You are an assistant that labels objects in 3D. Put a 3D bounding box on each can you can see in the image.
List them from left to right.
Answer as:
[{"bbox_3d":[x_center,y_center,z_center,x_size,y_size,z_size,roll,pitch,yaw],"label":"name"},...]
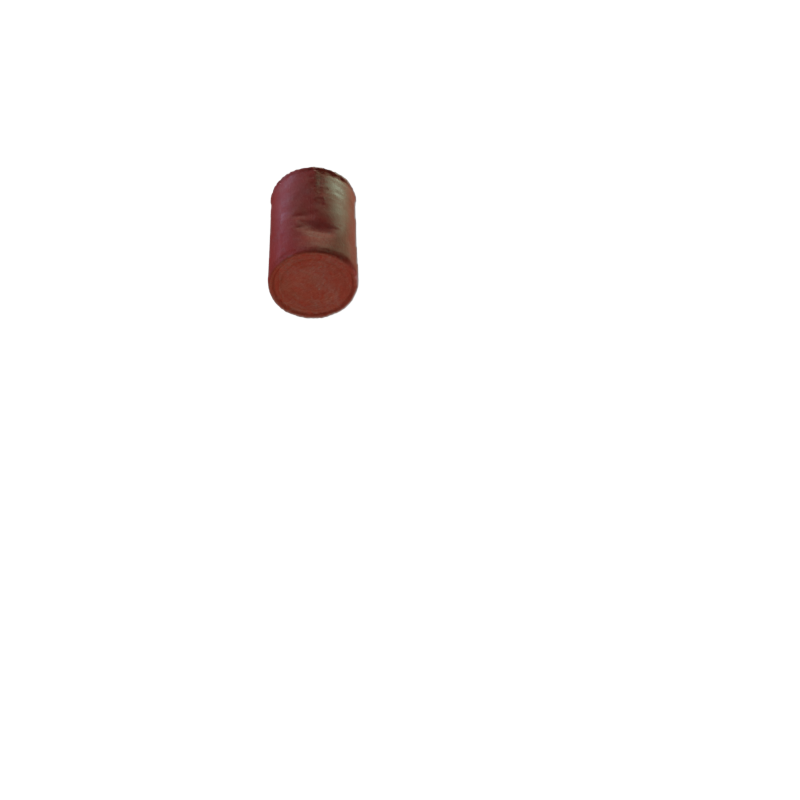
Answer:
[{"bbox_3d":[-0.066,-0.120,0.843,0.068,0.064,0.110,-1,44,-3],"label":"can"}]
